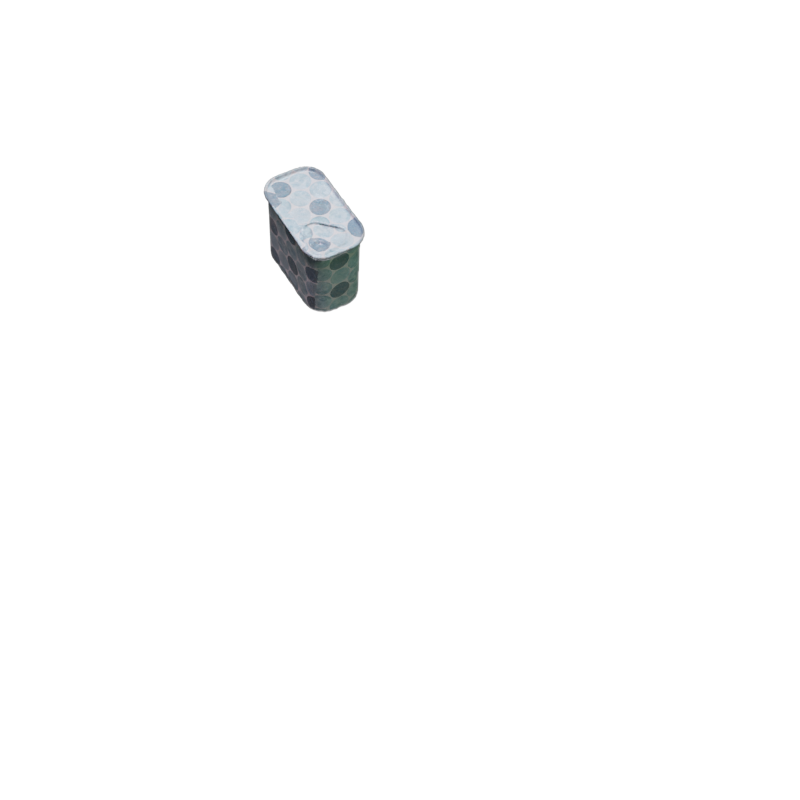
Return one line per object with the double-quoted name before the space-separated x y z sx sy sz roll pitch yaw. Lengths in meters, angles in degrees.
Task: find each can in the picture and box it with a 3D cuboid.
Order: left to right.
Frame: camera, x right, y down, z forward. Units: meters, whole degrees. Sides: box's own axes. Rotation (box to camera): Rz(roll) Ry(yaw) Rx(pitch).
"can" -0.076 -0.138 0.967 0.057 0.110 0.078 -24 -32 -19
